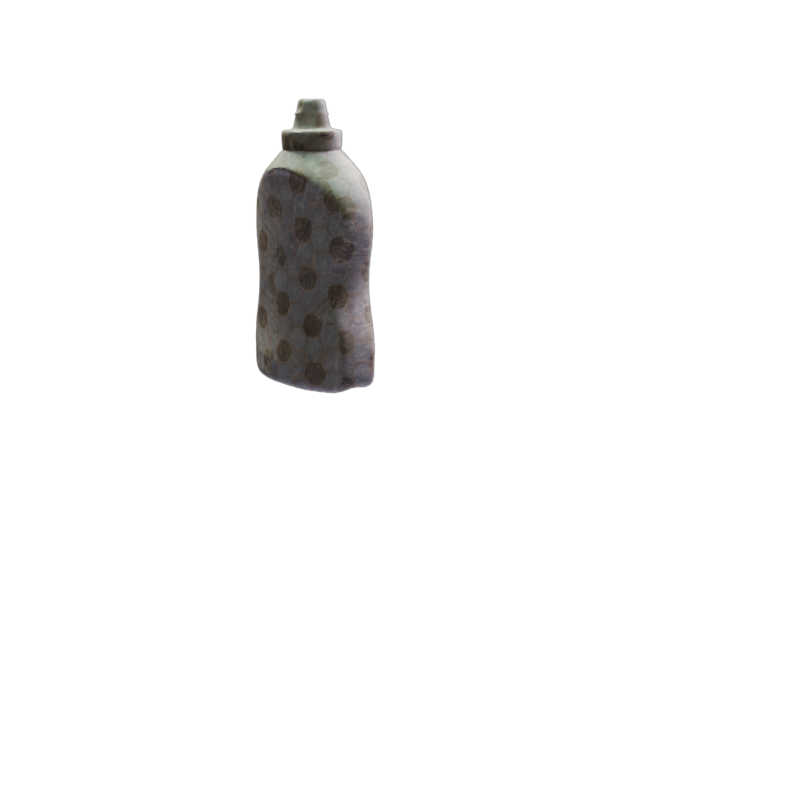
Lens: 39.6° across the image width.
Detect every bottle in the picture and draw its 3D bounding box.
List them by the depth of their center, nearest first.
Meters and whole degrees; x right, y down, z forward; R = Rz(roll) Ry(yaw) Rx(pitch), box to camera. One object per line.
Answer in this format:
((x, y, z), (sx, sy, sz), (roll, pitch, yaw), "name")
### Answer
((-0.059, -0.107, 0.749), (0.057, 0.188, 0.101), (-6, 11, -39), "bottle")
